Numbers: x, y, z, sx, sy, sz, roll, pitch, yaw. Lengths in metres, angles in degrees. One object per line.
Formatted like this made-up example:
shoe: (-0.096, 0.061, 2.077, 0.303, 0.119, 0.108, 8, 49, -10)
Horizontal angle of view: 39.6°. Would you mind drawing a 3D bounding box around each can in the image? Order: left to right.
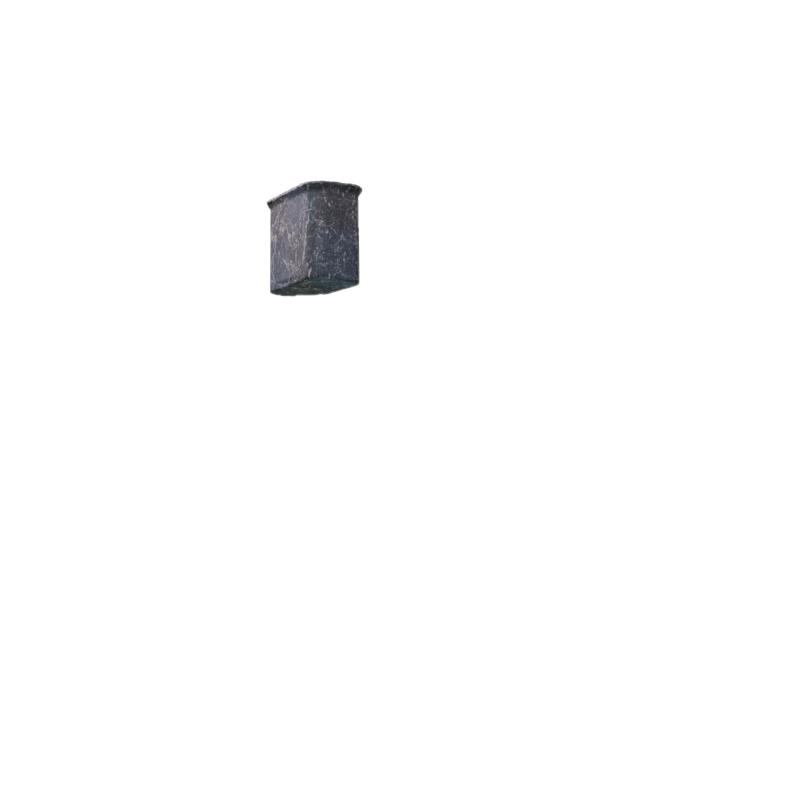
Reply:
can: (-0.075, -0.137, 0.962, 0.055, 0.086, 0.103, 5, -8, -30)
